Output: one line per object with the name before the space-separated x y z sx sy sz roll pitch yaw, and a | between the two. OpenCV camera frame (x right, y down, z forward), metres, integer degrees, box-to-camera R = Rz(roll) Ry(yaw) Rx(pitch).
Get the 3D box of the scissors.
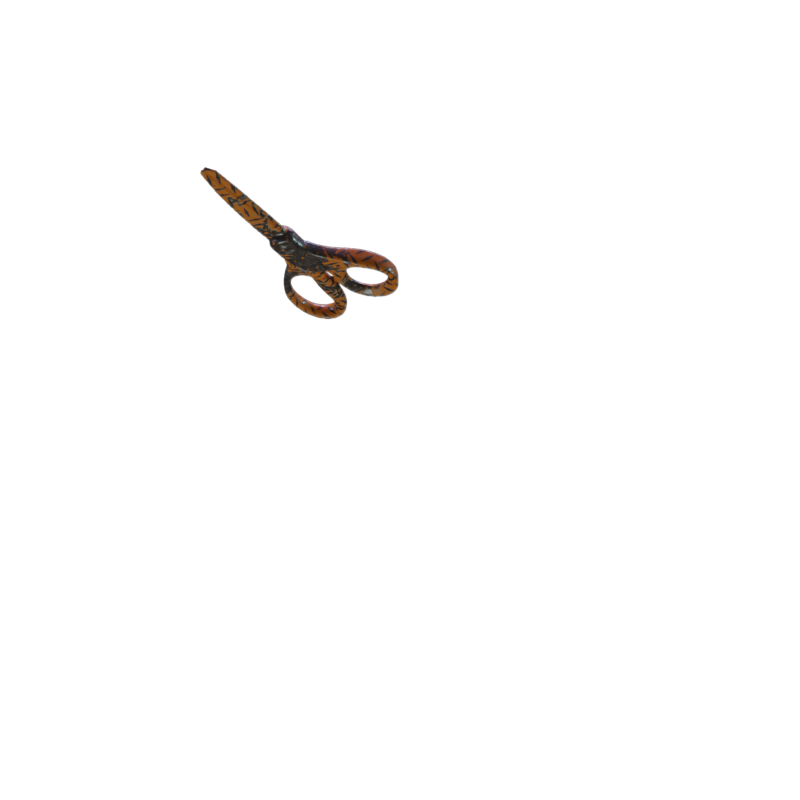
scissors | -0.061 -0.112 0.783 0.097 0.017 0.187 -6 -28 12
